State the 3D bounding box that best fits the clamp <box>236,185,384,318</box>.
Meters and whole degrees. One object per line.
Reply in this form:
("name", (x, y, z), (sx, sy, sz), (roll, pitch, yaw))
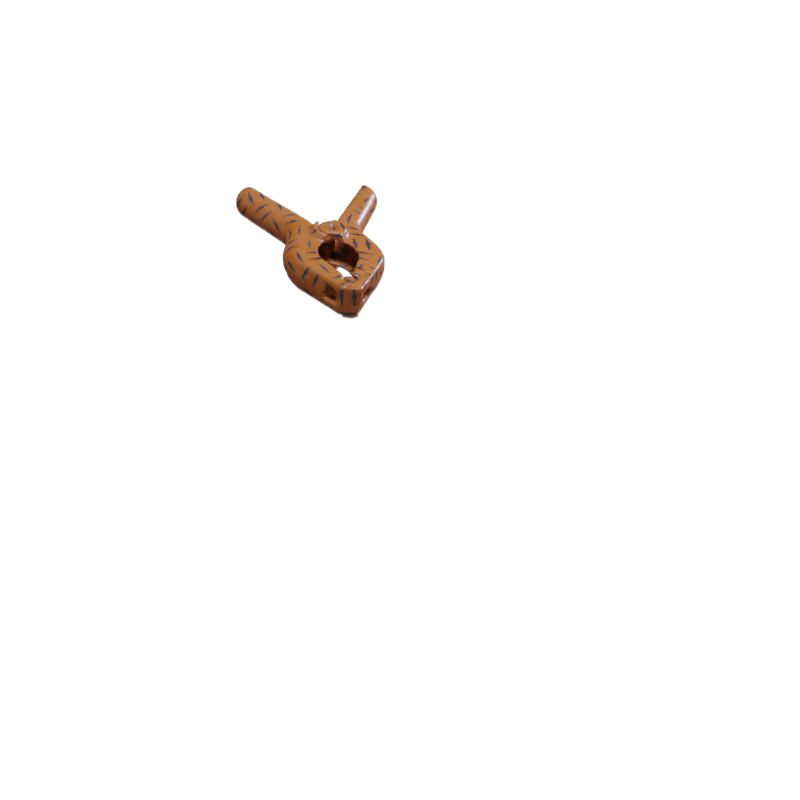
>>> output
("clamp", (-0.069, -0.126, 0.882), (0.119, 0.037, 0.184), (-4, 35, -6))
